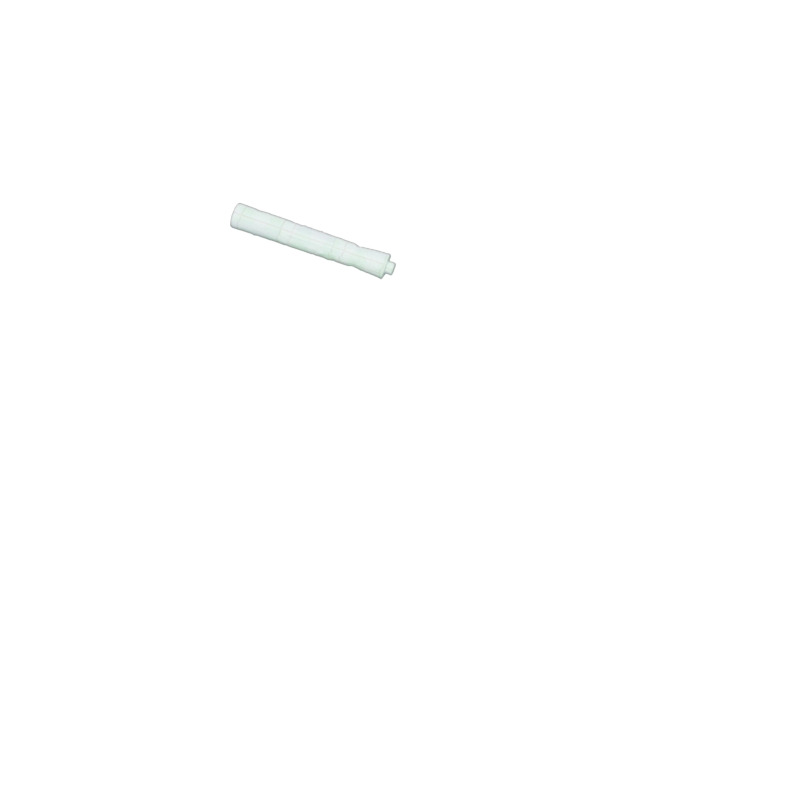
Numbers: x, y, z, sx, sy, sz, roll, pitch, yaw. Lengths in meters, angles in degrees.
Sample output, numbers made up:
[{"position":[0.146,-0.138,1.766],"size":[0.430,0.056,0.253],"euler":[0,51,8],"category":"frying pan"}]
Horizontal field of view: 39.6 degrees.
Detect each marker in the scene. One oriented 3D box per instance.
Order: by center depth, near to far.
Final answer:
[{"position":[-0.061,-0.112,0.785],"size":[0.123,0.020,0.020],"euler":[20,6,9],"category":"marker"}]
